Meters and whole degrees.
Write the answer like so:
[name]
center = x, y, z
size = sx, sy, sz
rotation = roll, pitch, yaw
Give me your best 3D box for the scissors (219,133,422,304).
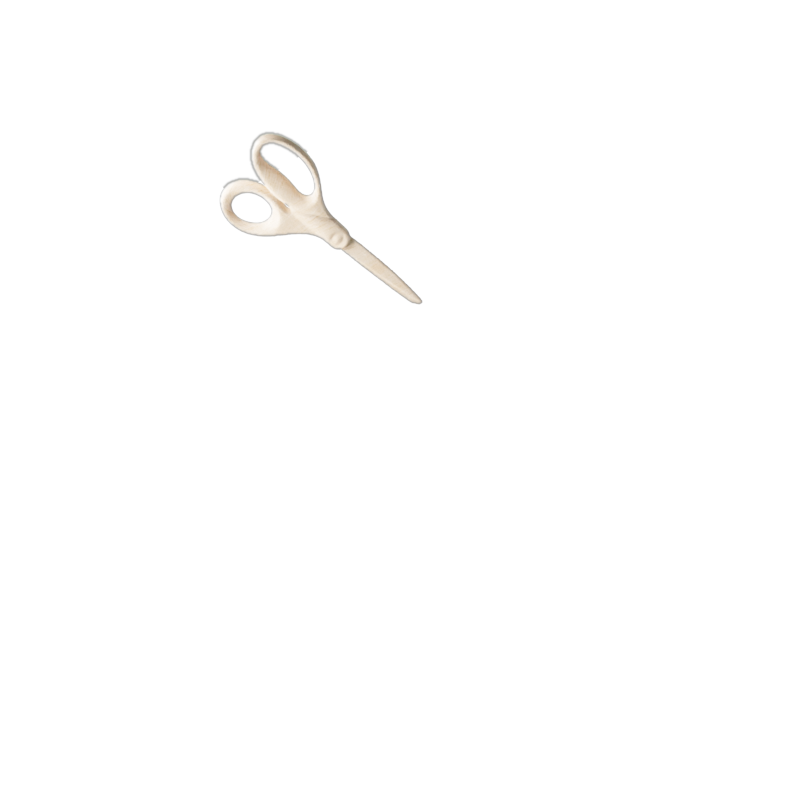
[scissors]
center = -0.073, -0.133, 0.935
size = 0.096, 0.191, 0.017
rotation = -30, 23, 14
